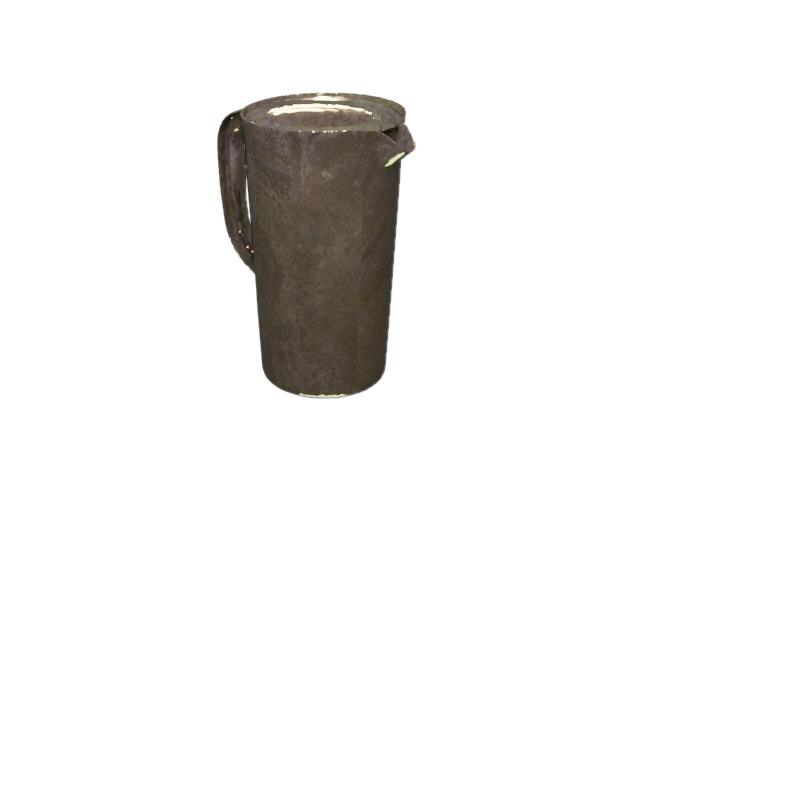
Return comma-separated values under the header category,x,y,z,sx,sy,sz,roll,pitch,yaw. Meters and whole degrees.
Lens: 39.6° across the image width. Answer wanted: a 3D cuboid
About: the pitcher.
category,x,y,z,sx,sy,sz,roll,pitch,yaw
pitcher,-0.073,-0.133,0.931,0.143,0.231,0.159,-4,24,-12
